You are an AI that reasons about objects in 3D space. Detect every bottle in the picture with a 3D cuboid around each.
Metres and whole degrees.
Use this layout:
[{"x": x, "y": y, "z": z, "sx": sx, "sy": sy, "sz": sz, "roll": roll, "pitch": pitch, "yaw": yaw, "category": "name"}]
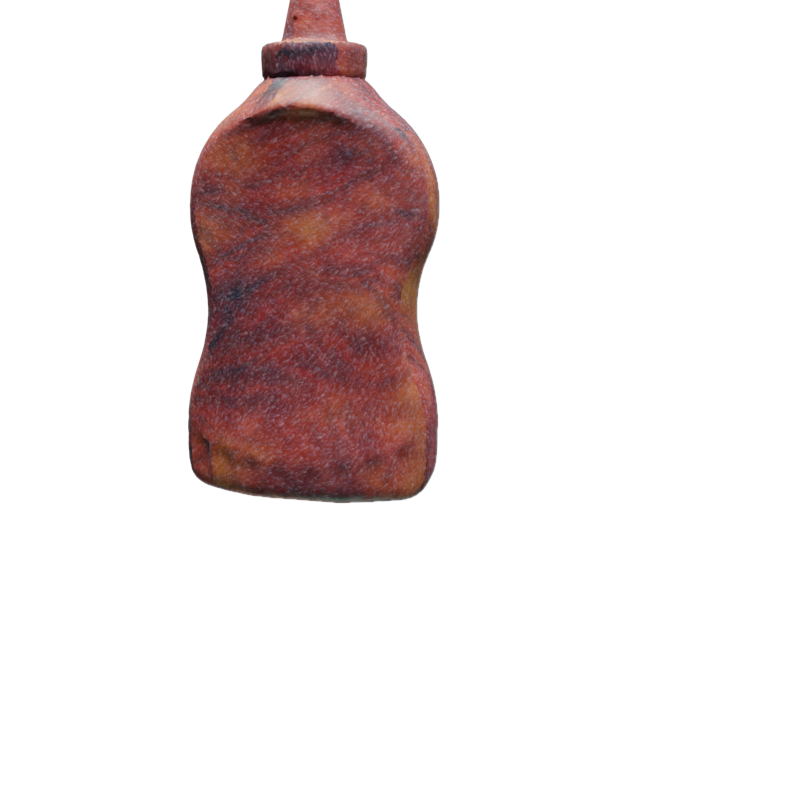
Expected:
[{"x": -0.034, "y": -0.062, "z": 0.431, "sx": 0.098, "sy": 0.189, "sz": 0.058, "roll": 2, "pitch": 5, "yaw": 15, "category": "bottle"}]
